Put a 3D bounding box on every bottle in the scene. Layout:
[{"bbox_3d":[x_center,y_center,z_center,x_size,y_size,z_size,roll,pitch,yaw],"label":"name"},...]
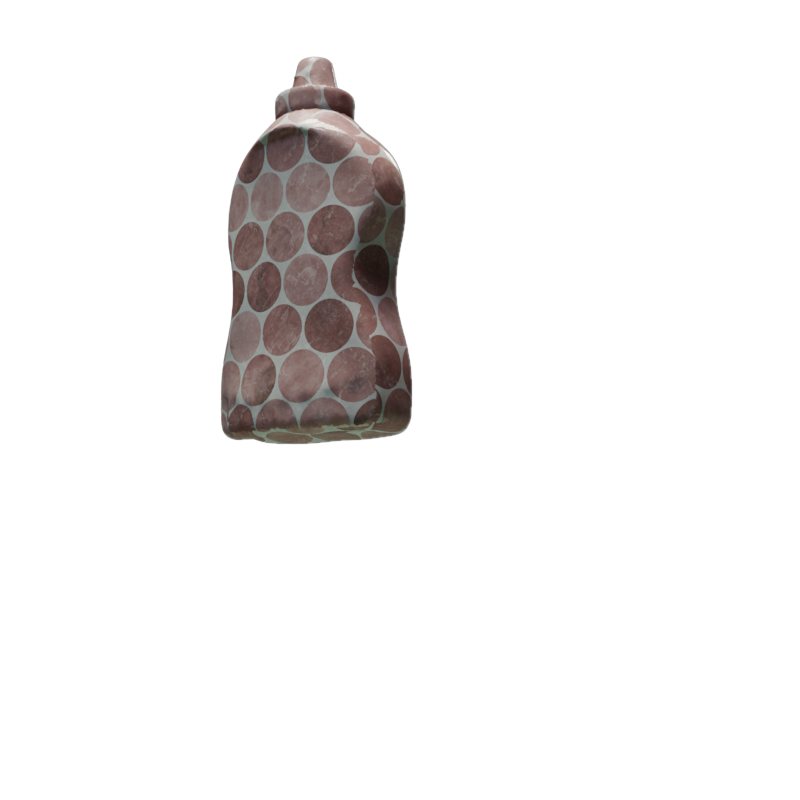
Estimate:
[{"bbox_3d":[-0.042,-0.078,0.546,0.098,0.198,0.055,-11,-17,37],"label":"bottle"}]
